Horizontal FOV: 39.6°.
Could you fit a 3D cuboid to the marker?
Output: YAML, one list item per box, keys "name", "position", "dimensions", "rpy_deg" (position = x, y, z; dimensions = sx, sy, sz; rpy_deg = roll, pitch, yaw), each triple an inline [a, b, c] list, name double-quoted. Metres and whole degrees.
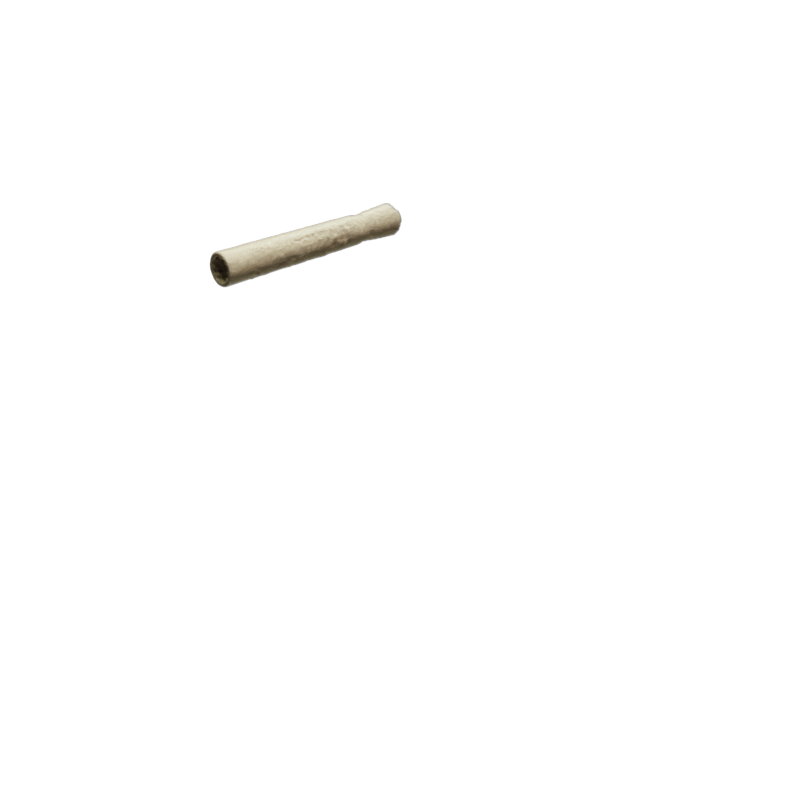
- name: "marker"
  position: [-0.046, -0.084, 0.591]
  dimensions: [0.119, 0.019, 0.021]
  rpy_deg: [-23, 17, -36]
